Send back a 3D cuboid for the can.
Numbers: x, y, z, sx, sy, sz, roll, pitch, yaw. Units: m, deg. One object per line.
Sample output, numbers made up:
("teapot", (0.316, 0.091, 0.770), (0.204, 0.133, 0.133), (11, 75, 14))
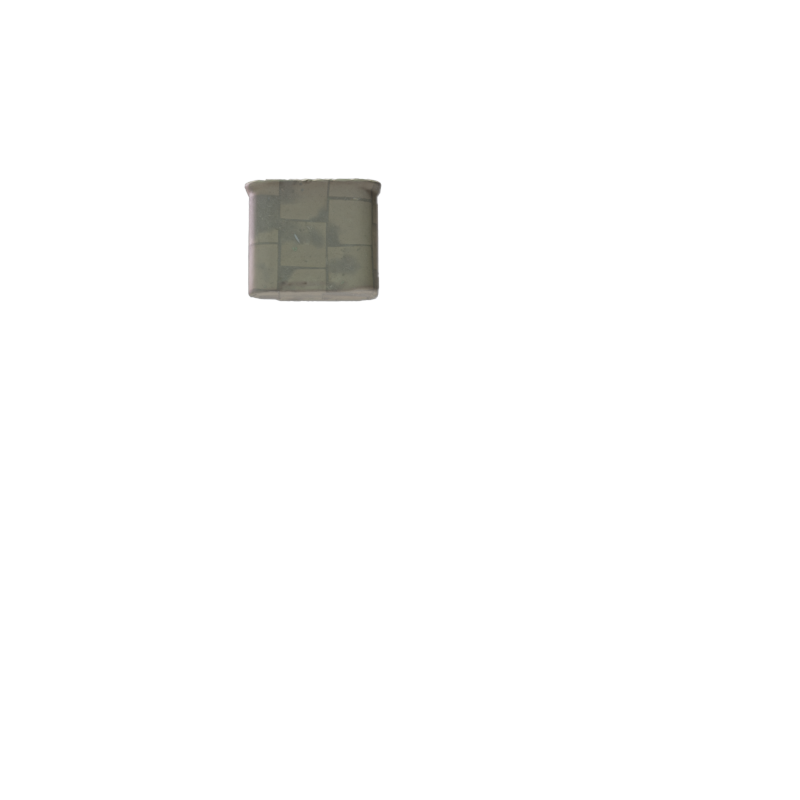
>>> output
("can", (-0.065, -0.118, 0.826), (0.102, 0.086, 0.056), (0, -8, 0))
